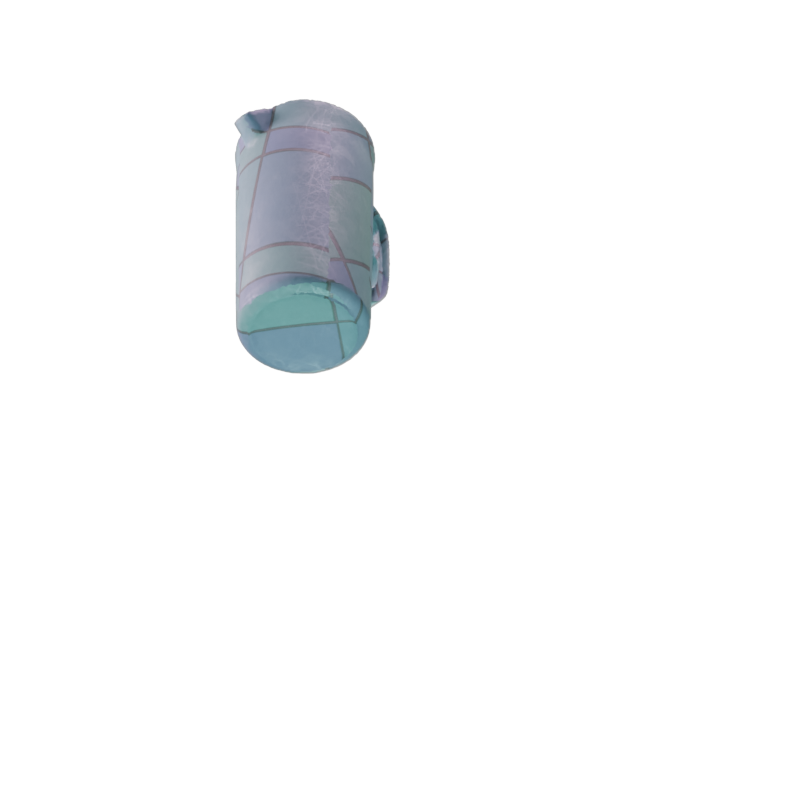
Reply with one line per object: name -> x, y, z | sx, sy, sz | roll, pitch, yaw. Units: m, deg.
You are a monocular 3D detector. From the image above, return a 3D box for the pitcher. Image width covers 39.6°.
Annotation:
pitcher -> -0.076, -0.139, 0.973 | 0.149, 0.261, 0.135 | 1, -45, -4
